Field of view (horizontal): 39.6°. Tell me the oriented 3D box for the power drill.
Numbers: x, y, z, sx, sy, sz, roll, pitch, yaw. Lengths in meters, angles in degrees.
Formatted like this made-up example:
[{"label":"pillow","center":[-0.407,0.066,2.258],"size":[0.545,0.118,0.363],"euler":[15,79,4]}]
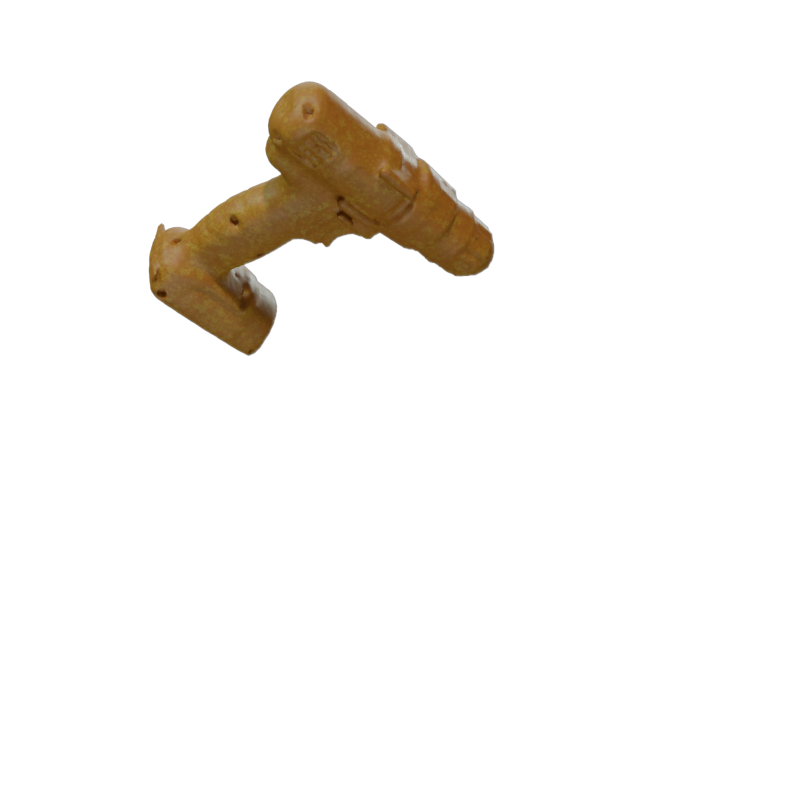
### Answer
[{"label":"power drill","center":[-0.056,-0.103,0.721],"size":[0.186,0.062,0.173],"euler":[-33,-53,29]}]
